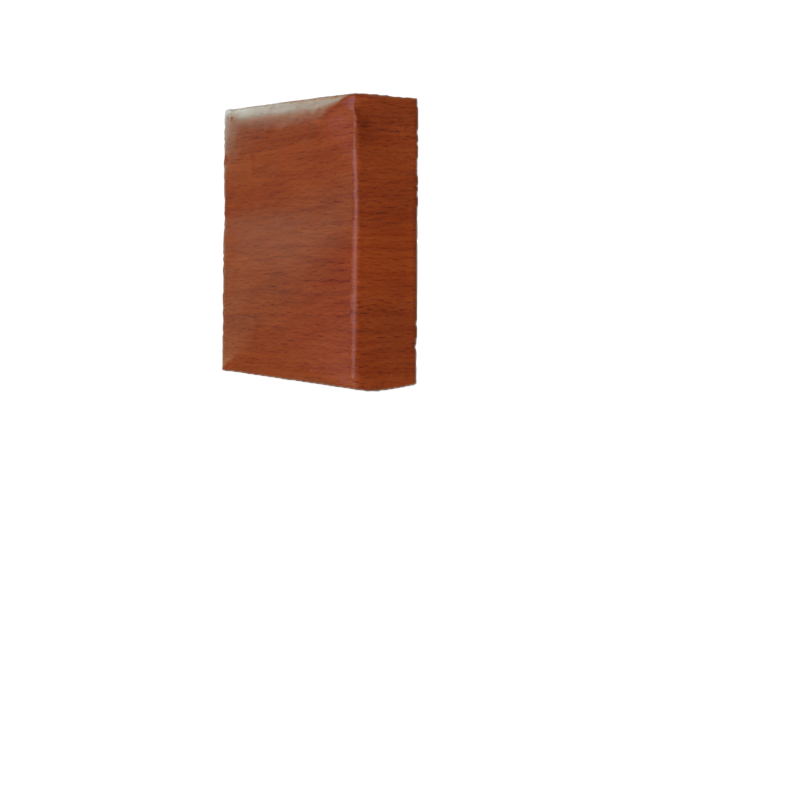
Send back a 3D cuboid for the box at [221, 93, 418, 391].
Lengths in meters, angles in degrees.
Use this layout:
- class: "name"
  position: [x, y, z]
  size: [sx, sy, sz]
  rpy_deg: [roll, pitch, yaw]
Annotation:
- class: "box"
  position: [-0.067, -0.122, 0.852]
  size: [0.069, 0.213, 0.171]
  rpy_deg: [-1, 4, -42]
